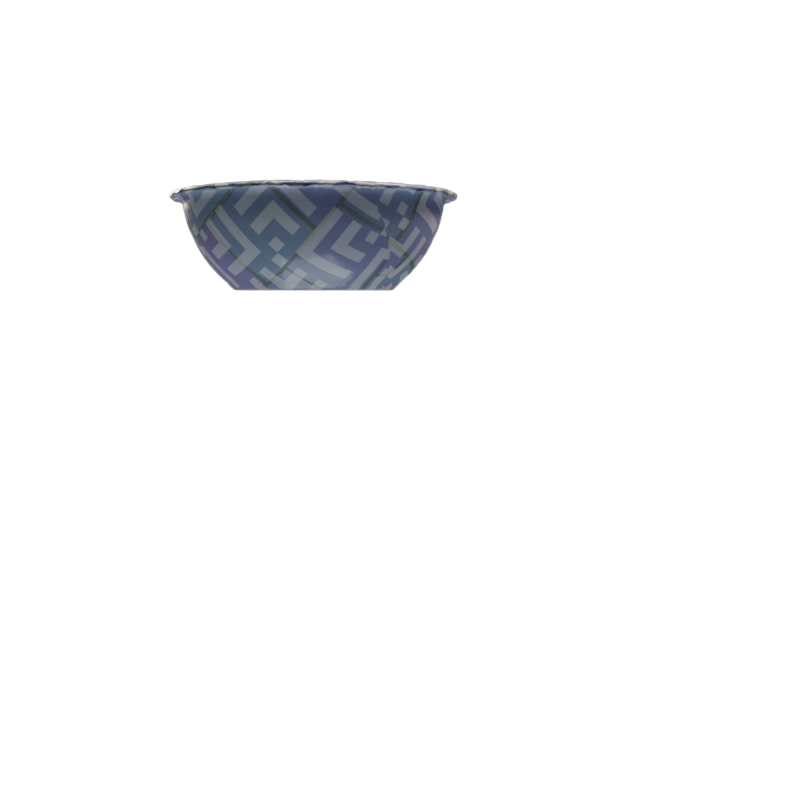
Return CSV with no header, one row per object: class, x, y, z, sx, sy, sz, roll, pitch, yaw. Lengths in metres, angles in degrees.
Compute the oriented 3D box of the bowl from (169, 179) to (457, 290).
bowl,-0.049,-0.089,0.624,0.162,0.055,0.163,0,5,-2
